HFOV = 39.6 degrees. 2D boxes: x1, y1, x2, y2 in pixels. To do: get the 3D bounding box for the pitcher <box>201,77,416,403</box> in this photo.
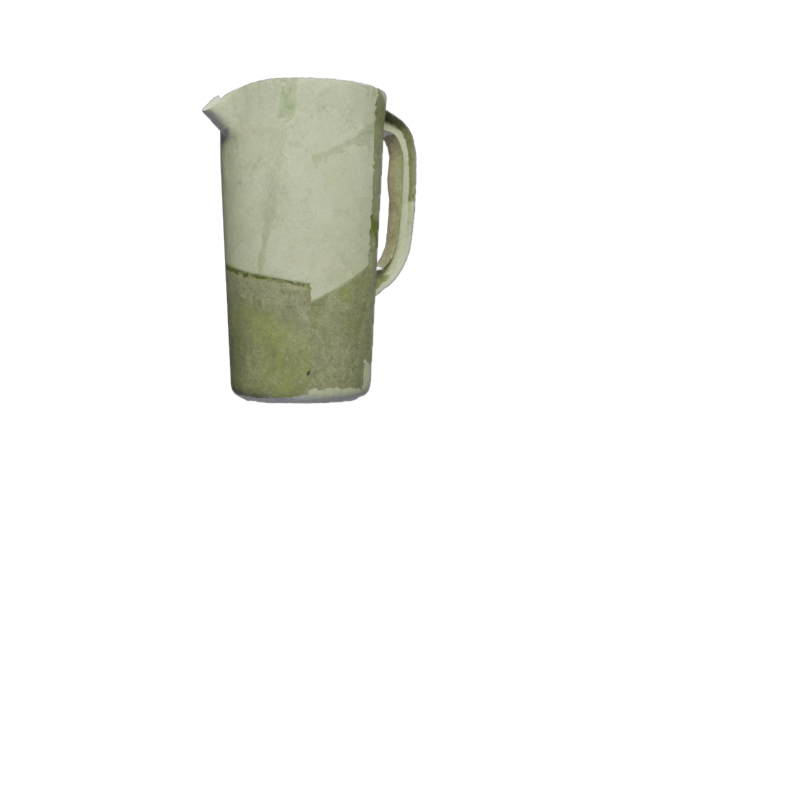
[{"bbox_3d":[-0.068,-0.123,0.865,0.151,0.245,0.142,0,-1,10],"label":"pitcher"}]
